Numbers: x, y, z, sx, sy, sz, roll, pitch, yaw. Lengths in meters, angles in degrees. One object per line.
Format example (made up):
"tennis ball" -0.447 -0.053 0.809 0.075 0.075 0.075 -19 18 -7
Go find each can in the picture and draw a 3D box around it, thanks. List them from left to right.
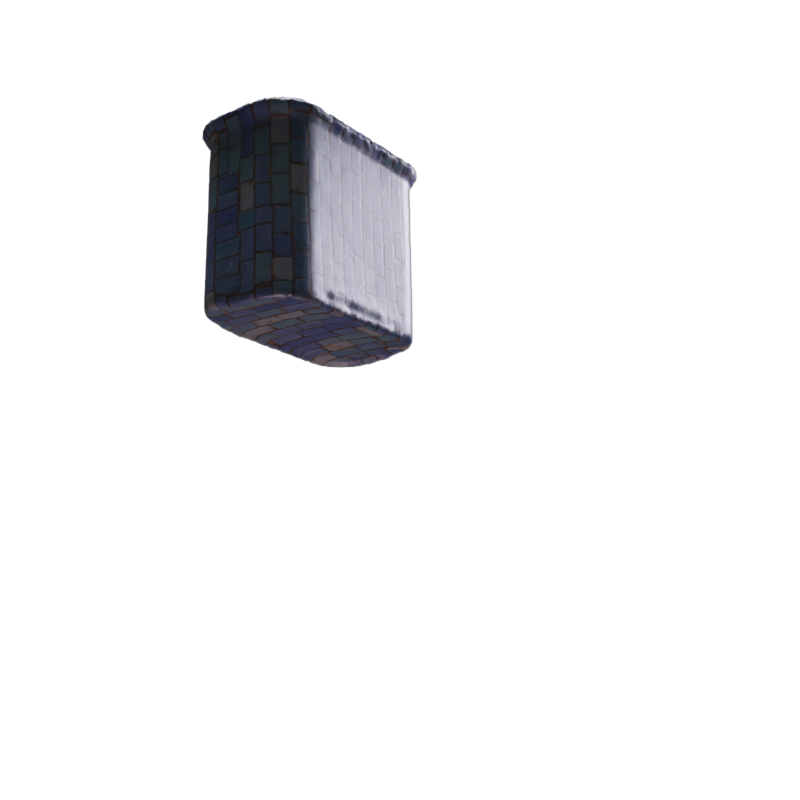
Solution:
"can" -0.037 -0.067 0.469 0.058 0.088 0.095 -16 -24 34
